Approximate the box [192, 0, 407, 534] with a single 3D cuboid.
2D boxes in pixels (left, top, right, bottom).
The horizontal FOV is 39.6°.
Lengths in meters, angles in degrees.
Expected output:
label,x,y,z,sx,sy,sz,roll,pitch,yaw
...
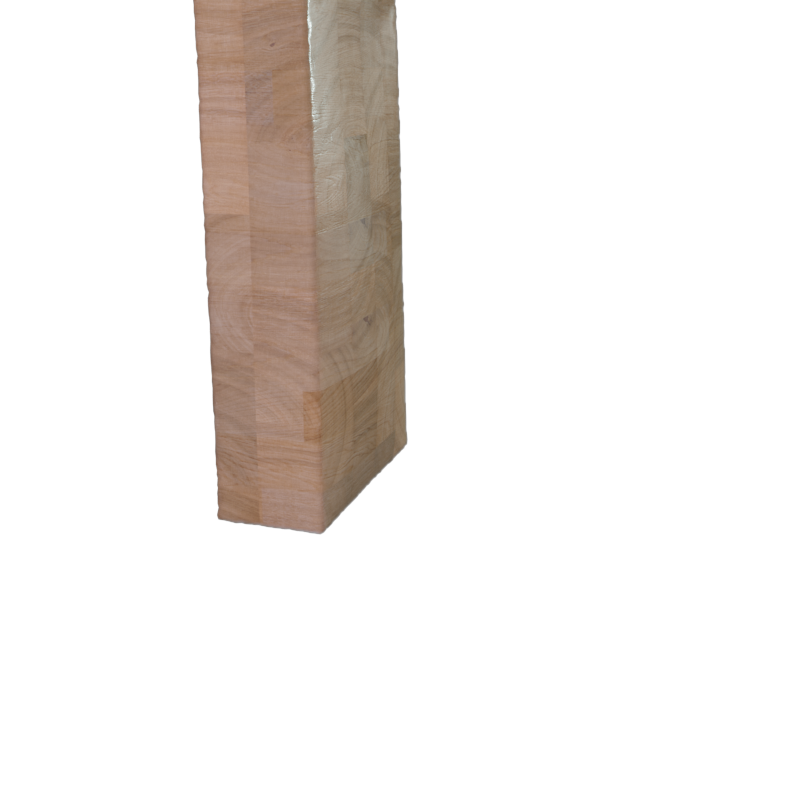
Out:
label,x,y,z,sx,sy,sz,roll,pitch,yaw
box,-0.030,-0.056,0.389,0.049,0.171,0.093,5,14,18
